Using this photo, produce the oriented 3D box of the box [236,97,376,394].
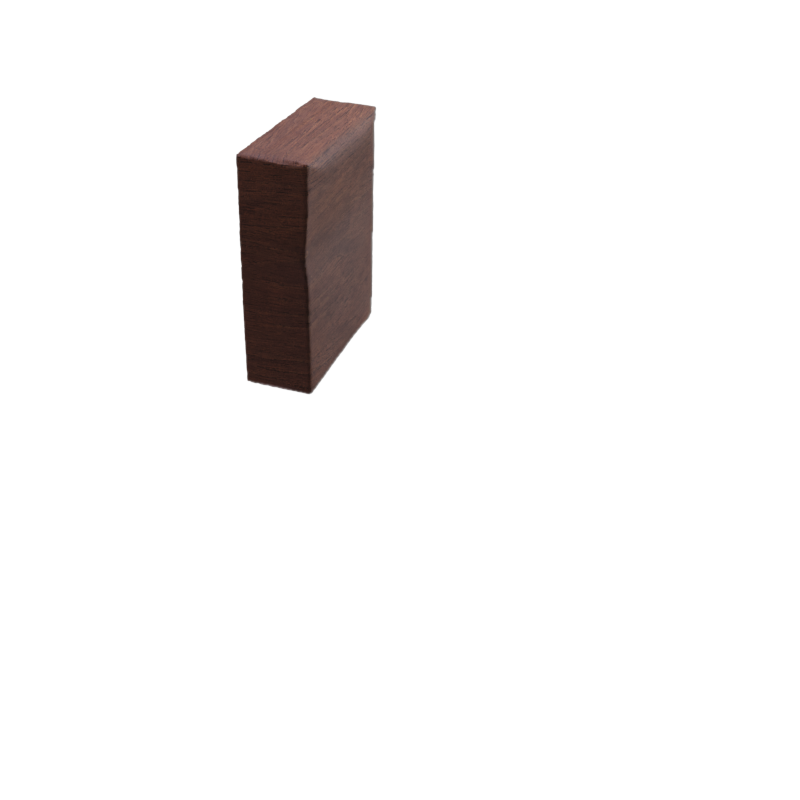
[{"bbox_3d":[-0.077,-0.140,0.979,0.074,0.202,0.169,10,30,15],"label":"box"}]
